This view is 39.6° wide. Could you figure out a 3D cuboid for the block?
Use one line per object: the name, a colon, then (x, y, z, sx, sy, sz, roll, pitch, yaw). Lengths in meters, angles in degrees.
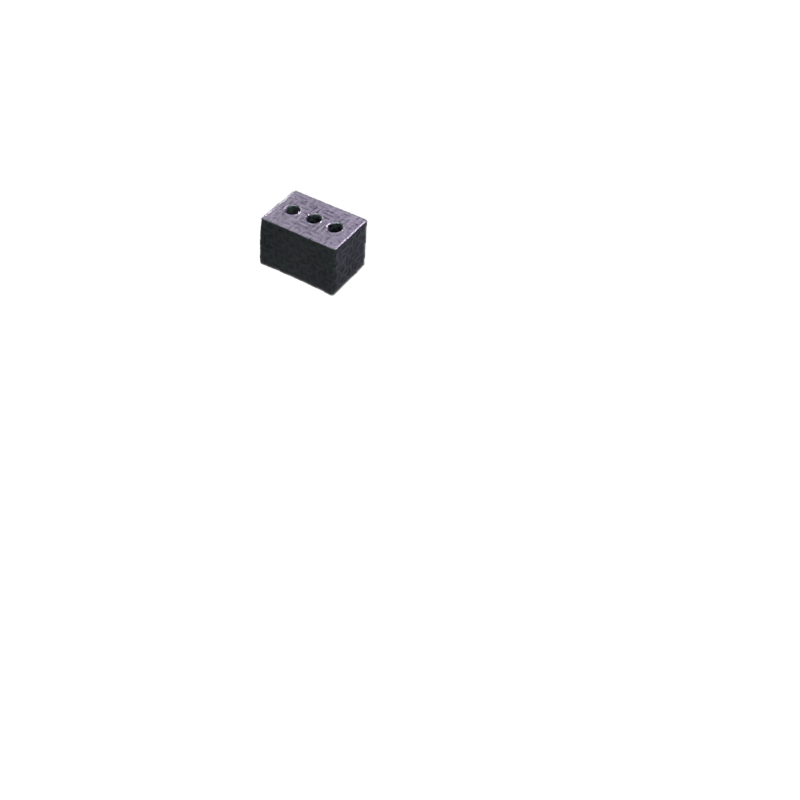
block: (-0.074, -0.135, 0.945, 0.082, 0.048, 0.054, 24, 47, 23)
